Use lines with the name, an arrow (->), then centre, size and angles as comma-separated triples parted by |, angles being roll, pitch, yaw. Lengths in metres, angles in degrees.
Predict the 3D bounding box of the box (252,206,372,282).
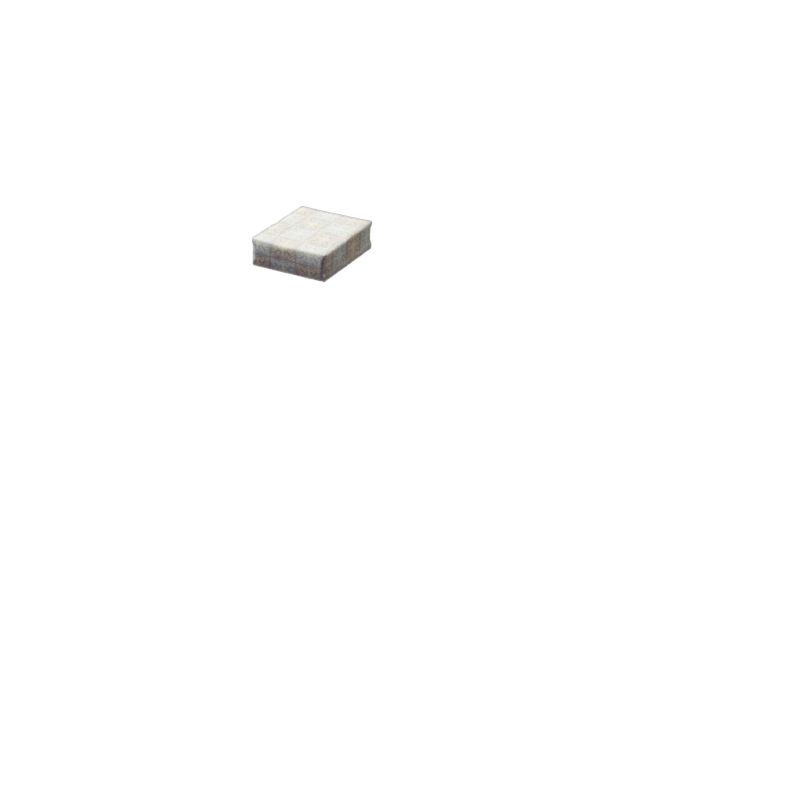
box -> -0.076, -0.139, 0.971 | 0.076, 0.028, 0.090 | 15, 33, 24
